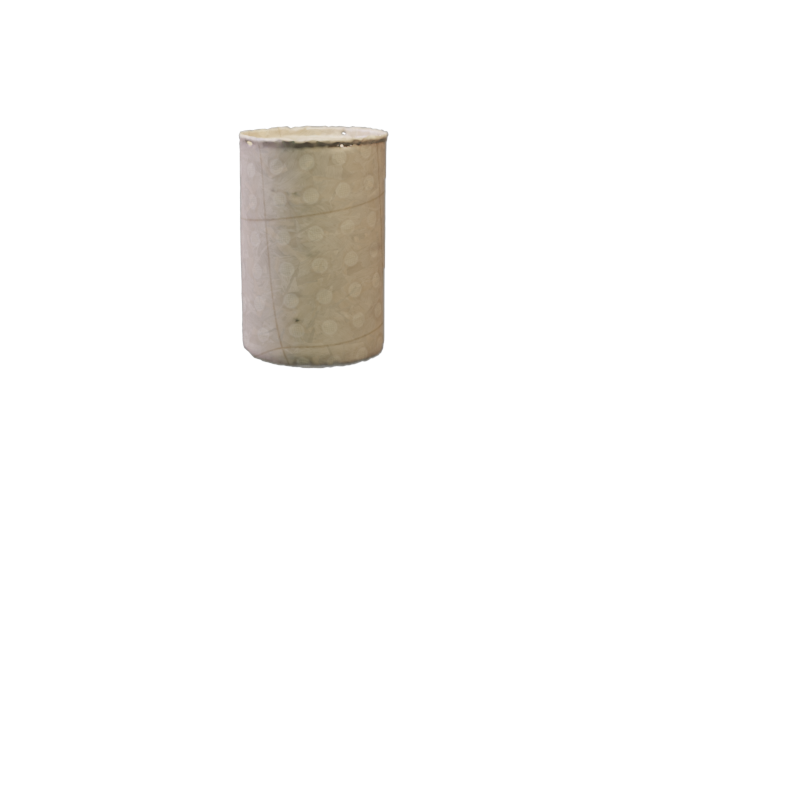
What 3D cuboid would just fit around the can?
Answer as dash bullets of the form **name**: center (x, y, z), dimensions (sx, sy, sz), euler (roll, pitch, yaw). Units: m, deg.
- **can**: center (-0.040, -0.073, 0.512), dimensions (0.068, 0.099, 0.071), euler (0, 13, -2)
